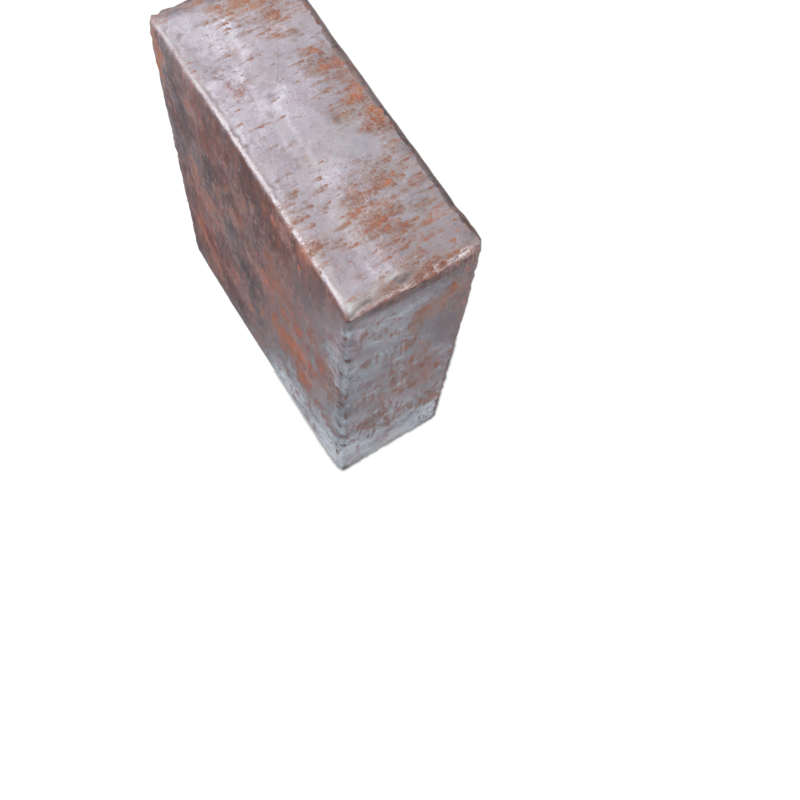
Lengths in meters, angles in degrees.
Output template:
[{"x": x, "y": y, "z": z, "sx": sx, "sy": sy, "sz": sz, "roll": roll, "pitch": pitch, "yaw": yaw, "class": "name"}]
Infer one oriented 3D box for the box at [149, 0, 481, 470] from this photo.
[{"x": -0.042, "y": -0.076, "z": 0.535, "sx": 0.072, "sy": 0.173, "sz": 0.203, "roll": -29, "pitch": -18, "yaw": -14, "class": "box"}]
